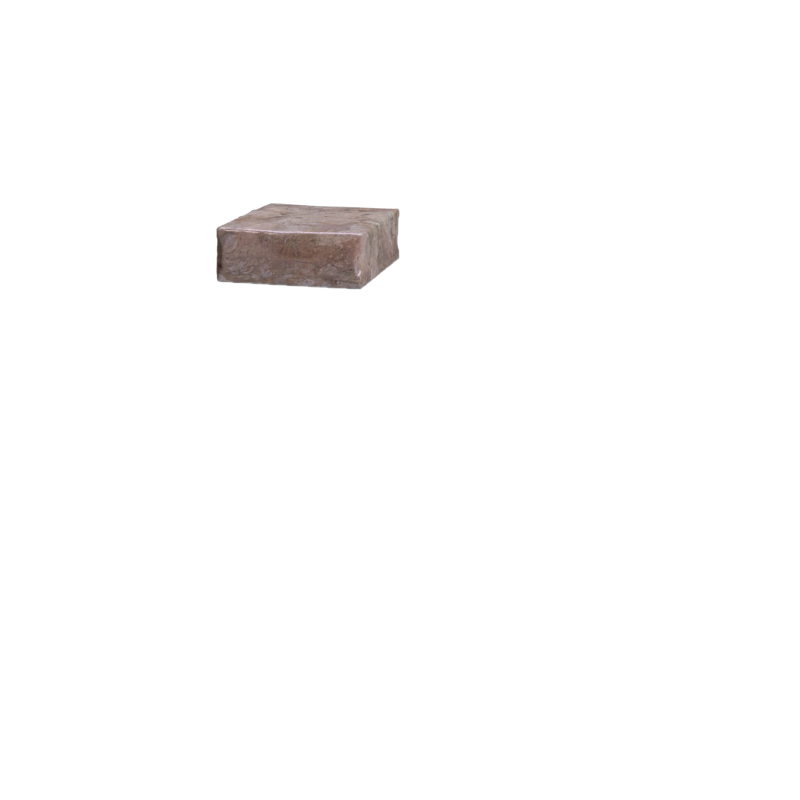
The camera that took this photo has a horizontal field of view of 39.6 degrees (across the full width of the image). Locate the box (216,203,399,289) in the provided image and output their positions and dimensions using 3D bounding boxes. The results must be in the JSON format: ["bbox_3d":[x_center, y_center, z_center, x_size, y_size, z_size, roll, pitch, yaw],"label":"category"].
[{"bbox_3d":[-0.044,-0.080,0.562,0.075,0.029,0.090,4,18,13],"label":"box"}]
